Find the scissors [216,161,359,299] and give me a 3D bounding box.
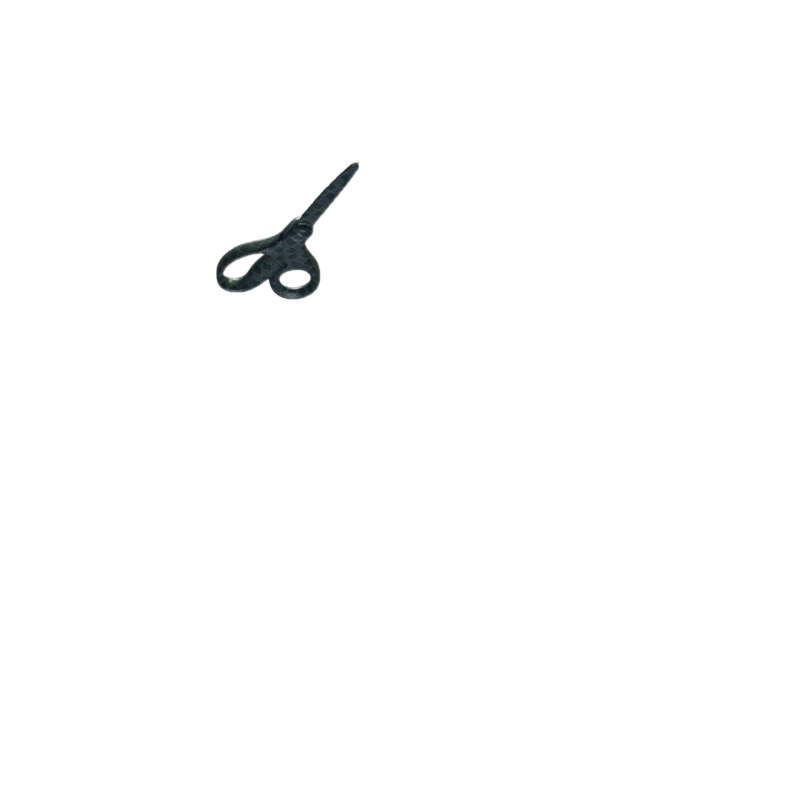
[{"bbox_3d":[-0.070,-0.128,0.898,0.090,0.017,0.202,24,-35,-39],"label":"scissors"}]
